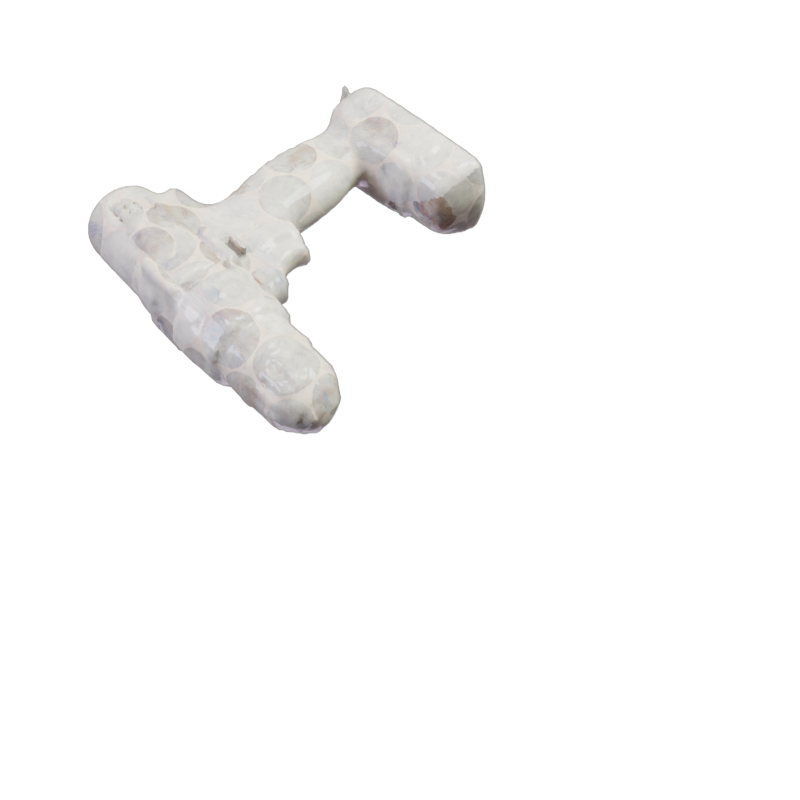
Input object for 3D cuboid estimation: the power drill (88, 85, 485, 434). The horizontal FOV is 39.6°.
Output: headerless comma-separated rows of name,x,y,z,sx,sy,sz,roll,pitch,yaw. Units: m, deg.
power drill,-0.046,-0.084,0.586,0.188,0.053,0.197,-33,57,-26
